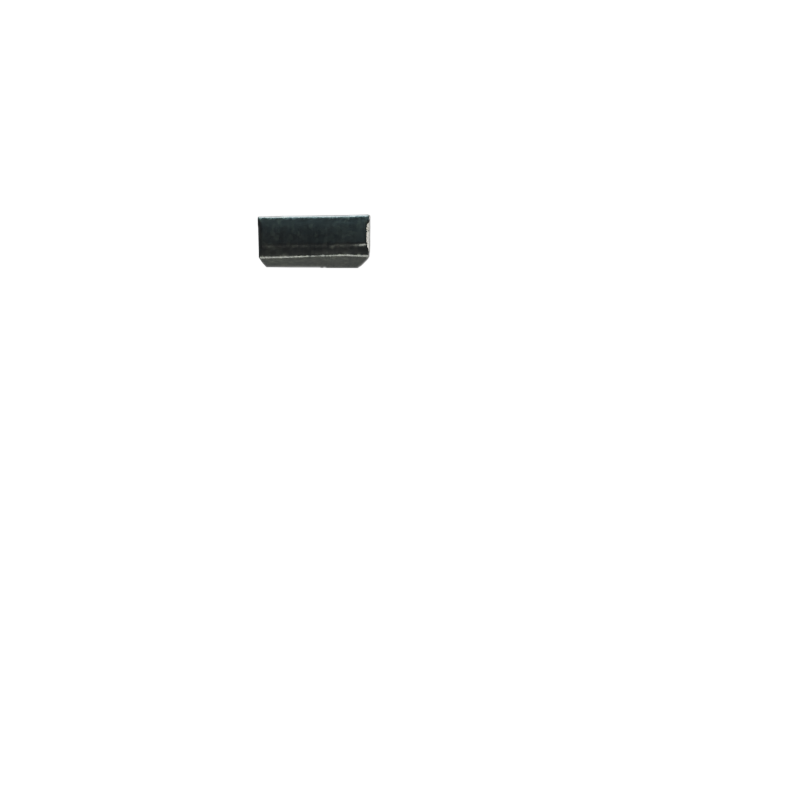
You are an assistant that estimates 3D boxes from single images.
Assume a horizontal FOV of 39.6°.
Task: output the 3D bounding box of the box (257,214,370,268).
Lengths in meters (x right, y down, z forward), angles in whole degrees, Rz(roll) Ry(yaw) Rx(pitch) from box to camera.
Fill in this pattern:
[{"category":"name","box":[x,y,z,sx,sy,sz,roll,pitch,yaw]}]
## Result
[{"category":"box","box":[-0.072,-0.132,0.926,0.090,0.039,0.113,0,1,-3]}]
